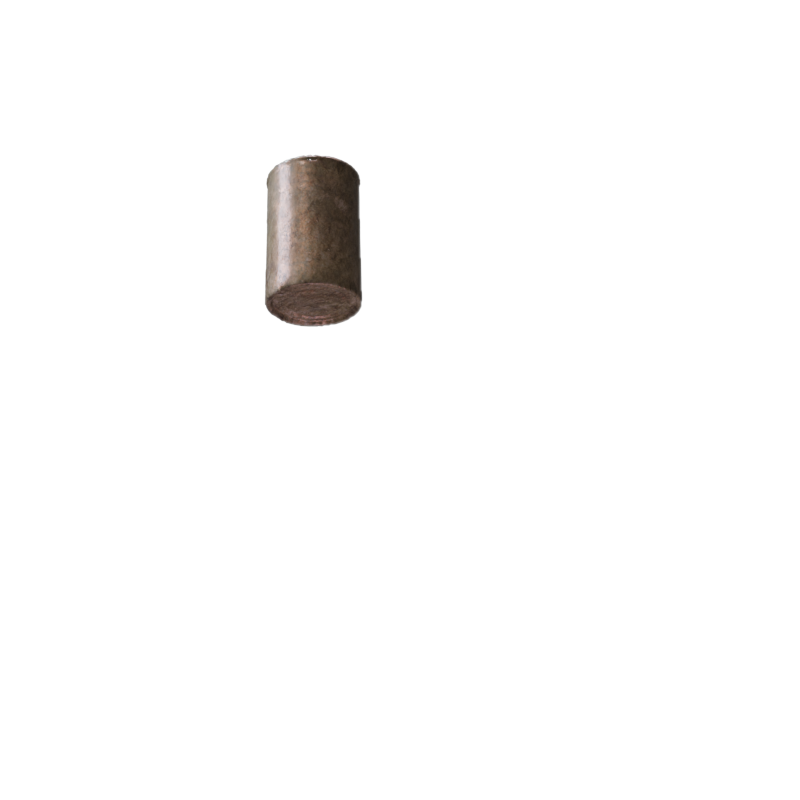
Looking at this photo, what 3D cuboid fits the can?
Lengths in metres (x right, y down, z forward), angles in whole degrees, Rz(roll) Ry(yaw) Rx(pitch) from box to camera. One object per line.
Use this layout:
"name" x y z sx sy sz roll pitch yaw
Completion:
"can" -0.061 -0.111 0.778 0.068 0.109 0.065 0 -27 -2
